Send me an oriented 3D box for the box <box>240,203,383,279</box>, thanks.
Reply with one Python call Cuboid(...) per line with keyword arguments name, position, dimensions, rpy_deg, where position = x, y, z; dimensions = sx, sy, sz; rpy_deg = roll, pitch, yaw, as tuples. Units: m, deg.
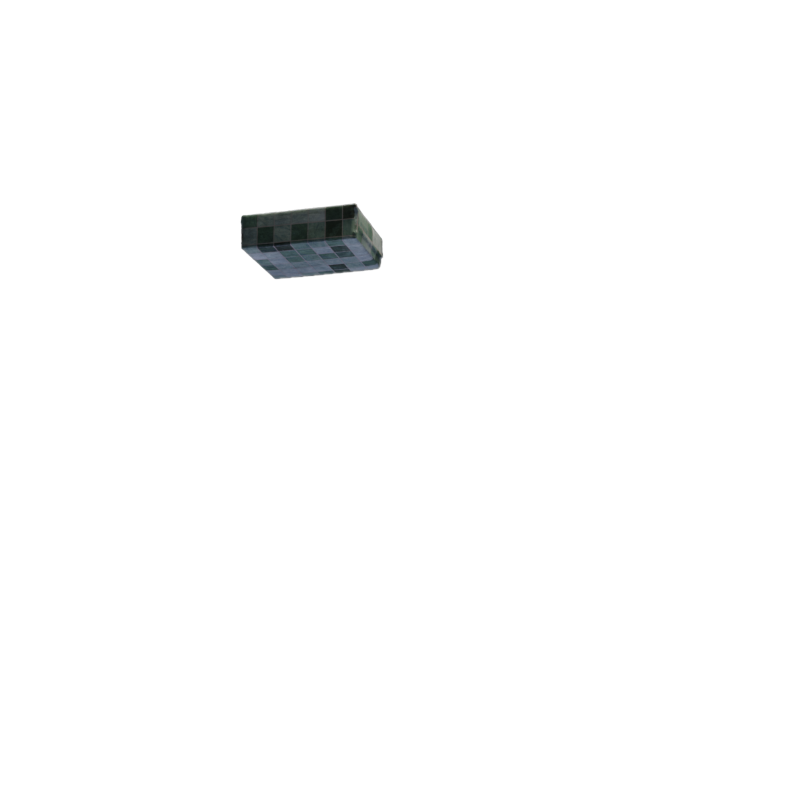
Cuboid(name="box", position=(-0.064, -0.117, 0.821), dimensions=(0.091, 0.031, 0.069), rpy_deg=(-4, -14, 16))
